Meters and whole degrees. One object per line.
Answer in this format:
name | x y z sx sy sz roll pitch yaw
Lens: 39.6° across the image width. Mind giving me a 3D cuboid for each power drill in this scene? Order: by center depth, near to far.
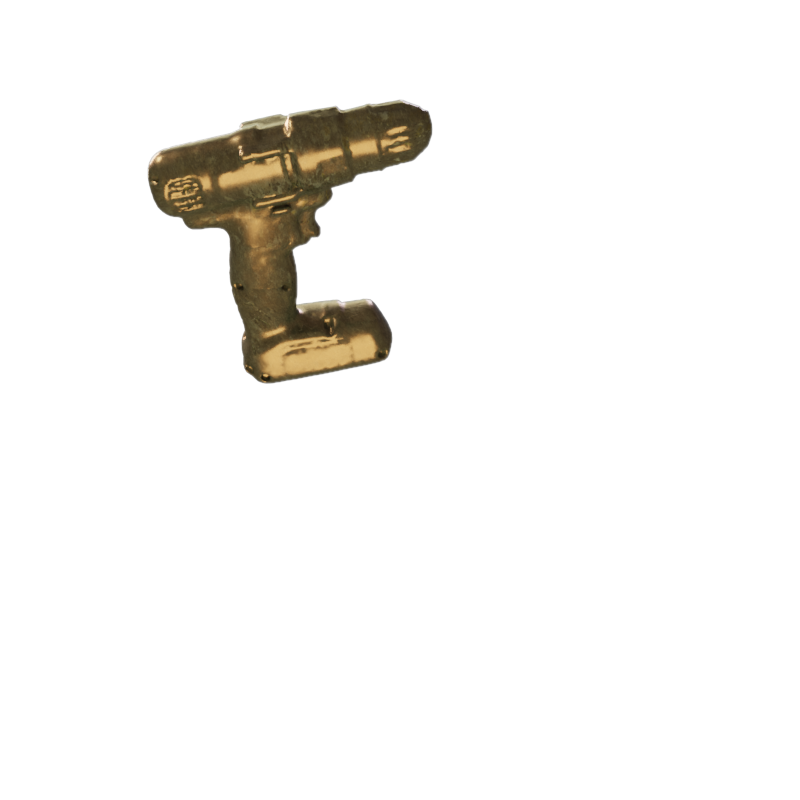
power drill | -0.058 -0.106 0.745 0.185 0.175 0.061 -10 33 6
